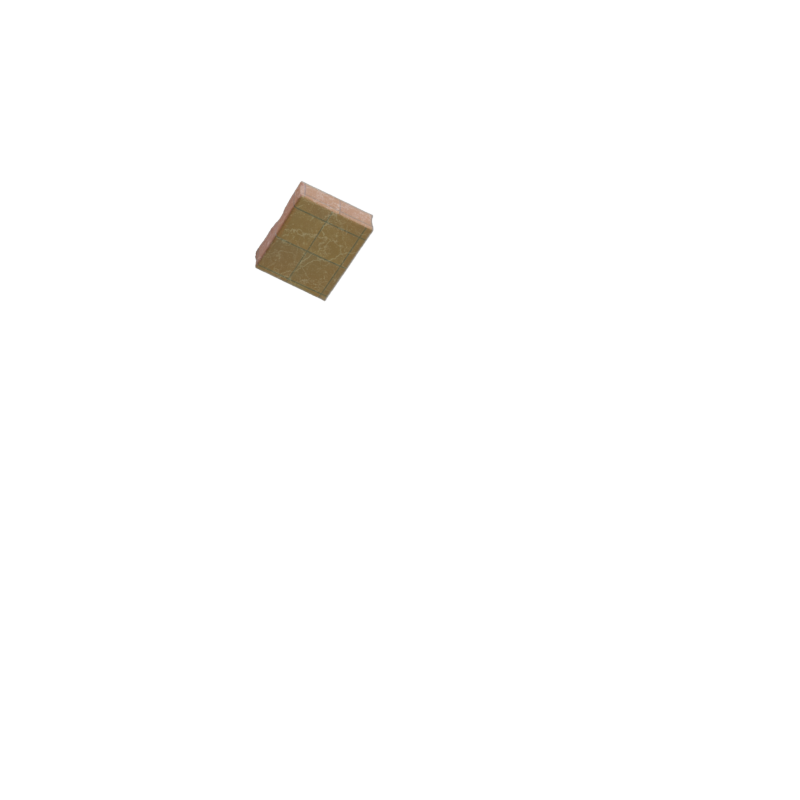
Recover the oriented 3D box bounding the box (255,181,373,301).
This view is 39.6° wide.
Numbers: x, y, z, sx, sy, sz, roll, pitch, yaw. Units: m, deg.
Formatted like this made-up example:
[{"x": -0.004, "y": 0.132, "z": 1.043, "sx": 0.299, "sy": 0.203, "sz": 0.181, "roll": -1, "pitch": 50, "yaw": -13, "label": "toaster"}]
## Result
[{"x": -0.077, "y": -0.140, "z": 0.979, "sx": 0.071, "sy": 0.087, "sz": 0.032, "roll": 25, "pitch": 31, "yaw": -18, "label": "box"}]
